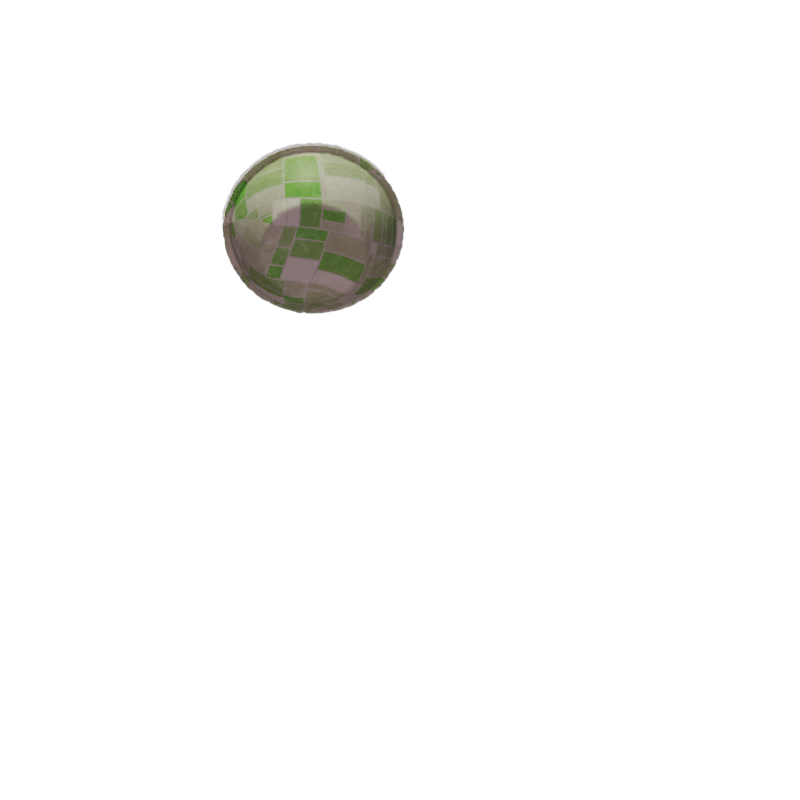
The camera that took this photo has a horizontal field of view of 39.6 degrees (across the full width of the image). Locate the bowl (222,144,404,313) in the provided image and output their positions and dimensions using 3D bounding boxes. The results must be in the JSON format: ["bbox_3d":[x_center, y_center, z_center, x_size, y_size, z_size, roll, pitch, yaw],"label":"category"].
[{"bbox_3d":[-0.075,-0.138,0.964,0.162,0.154,0.058,1,23,-1],"label":"bowl"}]
